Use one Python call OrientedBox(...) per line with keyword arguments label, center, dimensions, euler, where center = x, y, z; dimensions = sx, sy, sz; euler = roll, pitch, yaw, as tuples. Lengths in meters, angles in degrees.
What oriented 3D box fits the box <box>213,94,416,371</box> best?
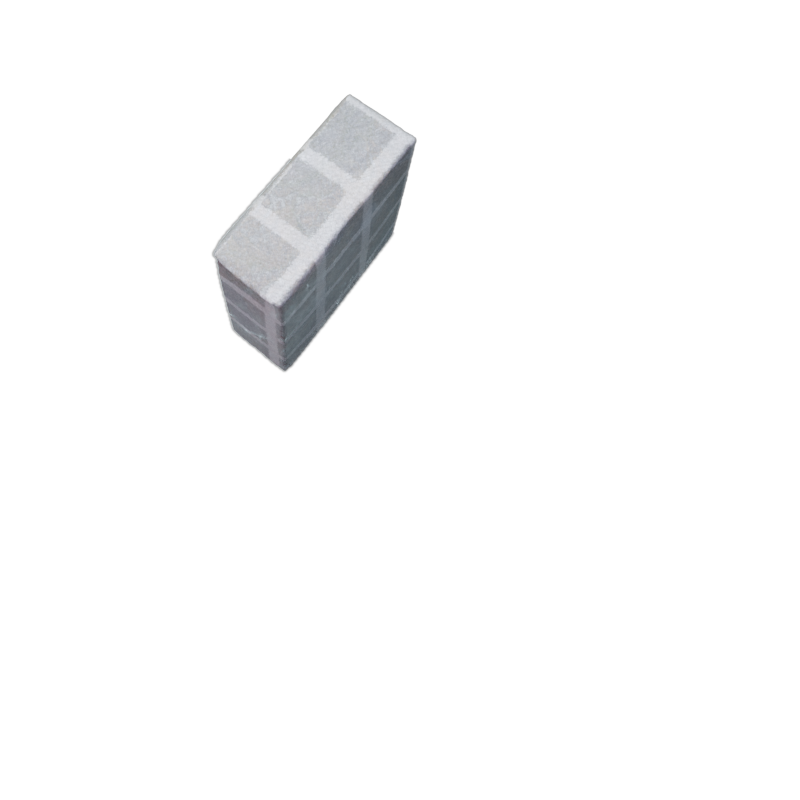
OrientedBox(label="box", center=(-0.070, -0.127, 0.889), dimensions=(0.073, 0.167, 0.206), euler=(36, -13, 4))
